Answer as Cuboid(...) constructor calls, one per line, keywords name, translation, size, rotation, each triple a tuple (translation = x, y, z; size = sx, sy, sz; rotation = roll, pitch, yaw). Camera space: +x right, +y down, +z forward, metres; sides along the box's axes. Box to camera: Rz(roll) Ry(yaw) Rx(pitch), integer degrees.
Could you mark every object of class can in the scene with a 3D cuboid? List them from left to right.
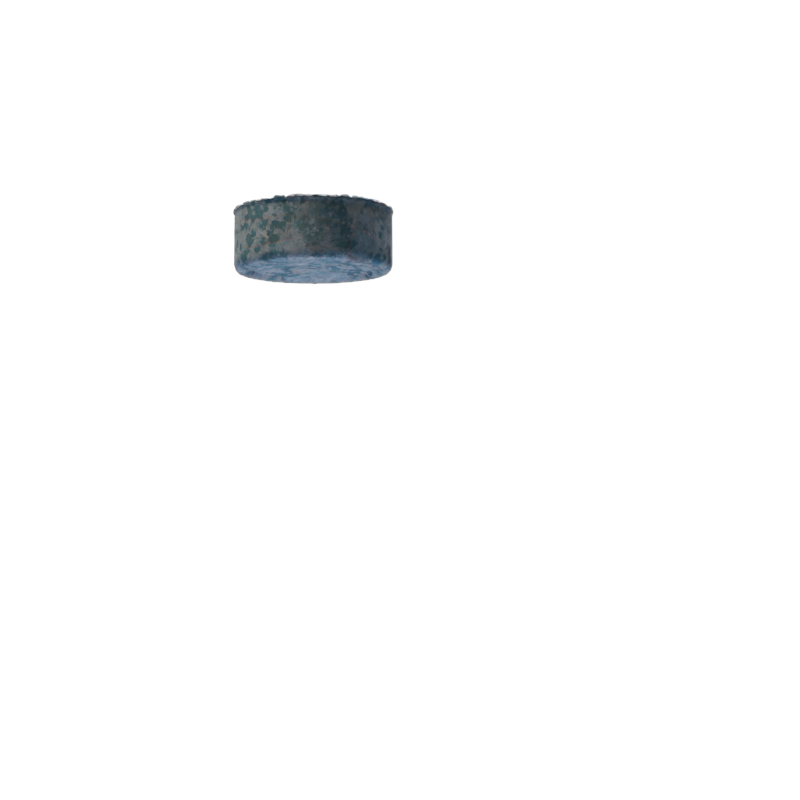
Cuboid(name="can", translation=(-0.046, -0.084, 0.592), size=(0.086, 0.034, 0.085), rotation=(0, -4, -2))
